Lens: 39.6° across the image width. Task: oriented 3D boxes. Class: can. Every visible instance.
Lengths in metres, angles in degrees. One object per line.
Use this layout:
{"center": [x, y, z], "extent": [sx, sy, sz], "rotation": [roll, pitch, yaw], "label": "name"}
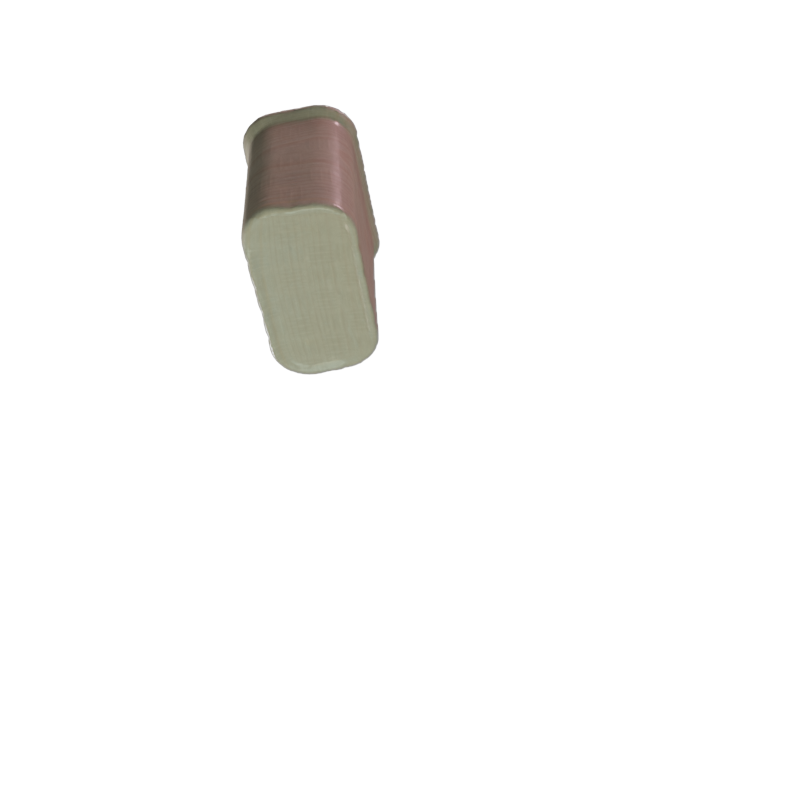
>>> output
{"center": [-0.042, -0.076, 0.533], "extent": [0.058, 0.094, 0.090], "rotation": [-9, 39, 4], "label": "can"}
